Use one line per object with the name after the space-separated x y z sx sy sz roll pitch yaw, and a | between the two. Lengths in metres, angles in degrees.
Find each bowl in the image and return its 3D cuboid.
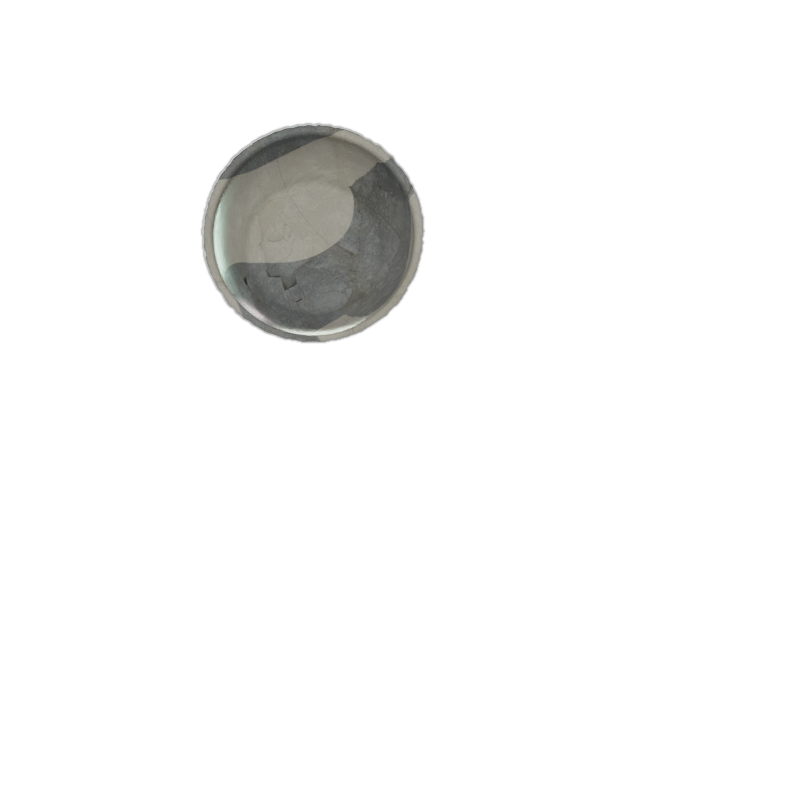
-0.061 -0.112 0.784 0.162 0.158 0.057 0 12 -1 | bowl
